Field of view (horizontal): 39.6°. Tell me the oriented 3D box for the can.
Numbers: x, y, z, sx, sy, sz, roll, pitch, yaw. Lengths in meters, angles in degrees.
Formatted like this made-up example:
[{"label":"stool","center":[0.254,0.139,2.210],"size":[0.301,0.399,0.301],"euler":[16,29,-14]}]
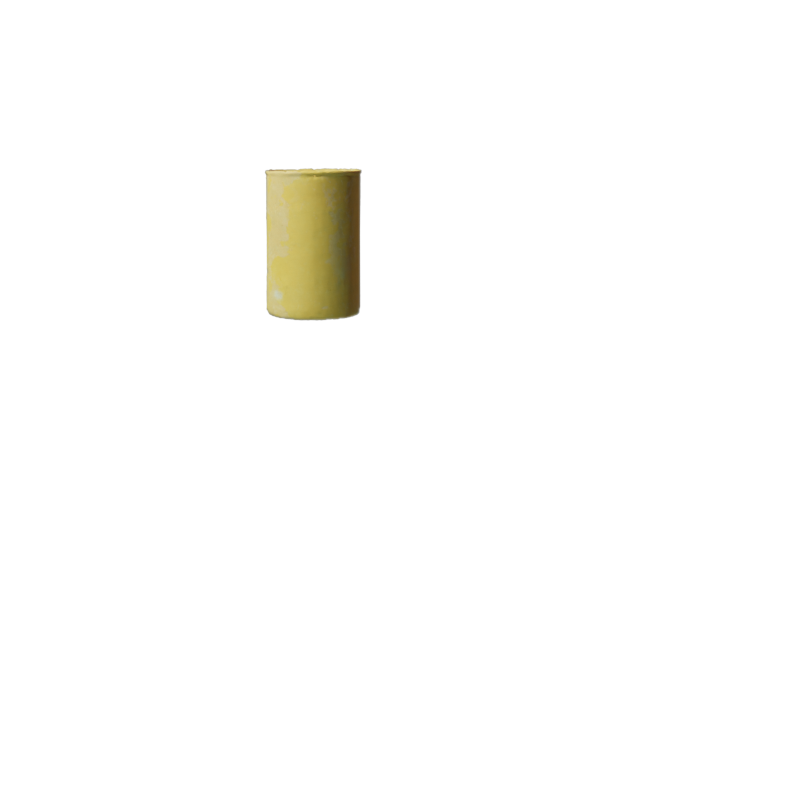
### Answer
[{"label":"can","center":[-0.061,-0.112,0.781],"size":[0.068,0.101,0.070],"euler":[0,8,-2]}]
